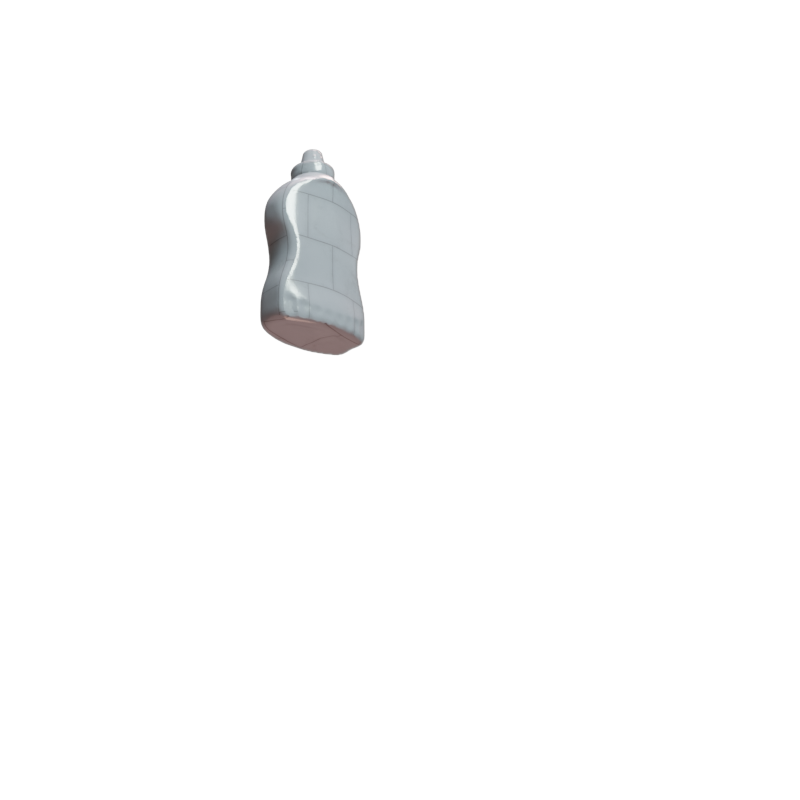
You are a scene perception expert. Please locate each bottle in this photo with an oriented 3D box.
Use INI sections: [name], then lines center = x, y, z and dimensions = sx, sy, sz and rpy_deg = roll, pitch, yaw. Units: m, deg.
[bottle]
center = -0.078, -0.142, 0.996
dimensions = 0.091, 0.203, 0.058
rpy_deg = 18, -34, -34
